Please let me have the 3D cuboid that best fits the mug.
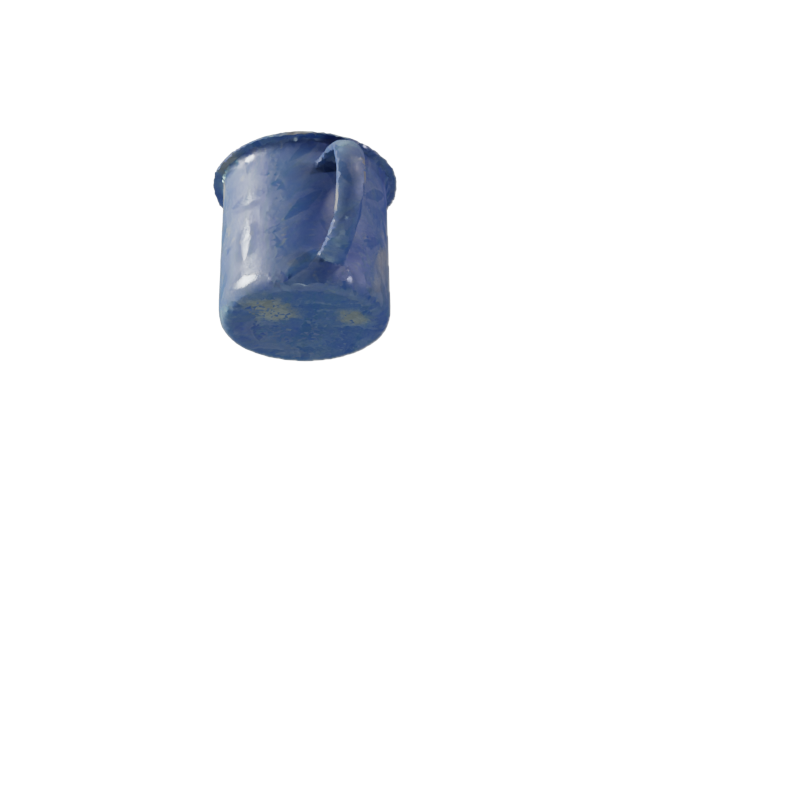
[{"bbox_3d":[-0.042,-0.076,0.533,0.090,0.087,0.114,11,-30,-21],"label":"mug"}]
